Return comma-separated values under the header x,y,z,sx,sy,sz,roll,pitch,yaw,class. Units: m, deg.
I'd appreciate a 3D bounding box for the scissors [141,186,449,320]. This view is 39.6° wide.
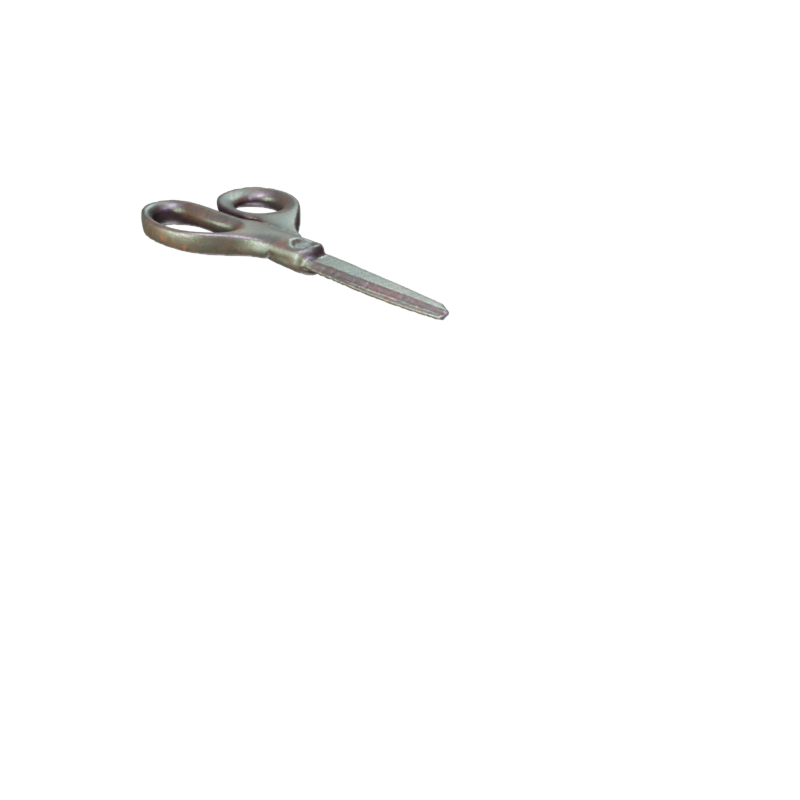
x,y,z,sx,sy,sz,roll,pitch,yaw,class
-0.045,-0.083,0.580,0.212,0.015,0.097,17,32,28,scissors
